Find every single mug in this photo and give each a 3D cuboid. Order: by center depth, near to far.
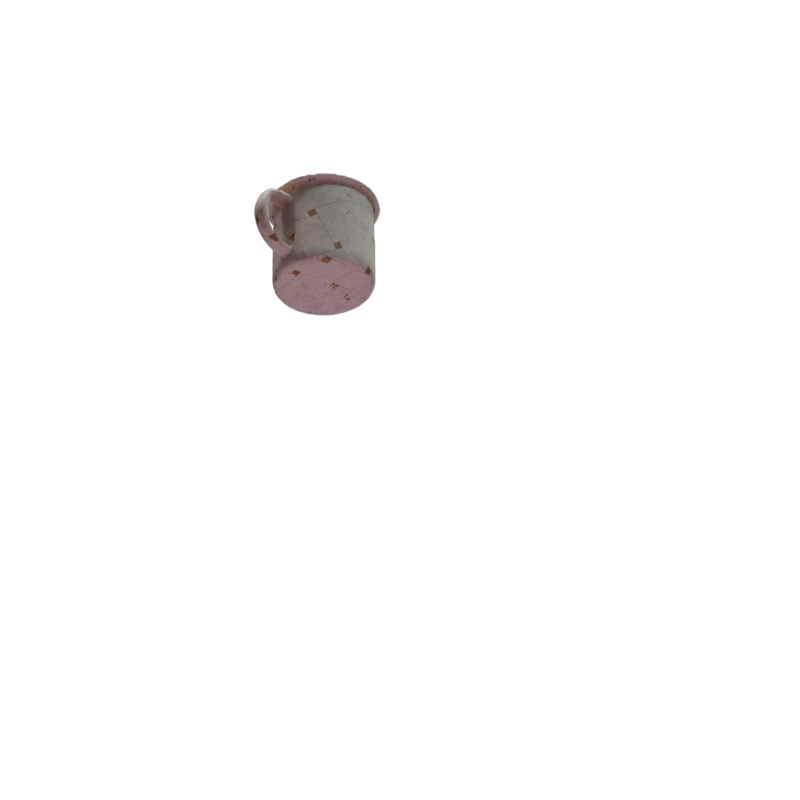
[{"bbox_3d":[-0.069,-0.126,0.884,0.093,0.087,0.109,-28,-42,33],"label":"mug"}]
